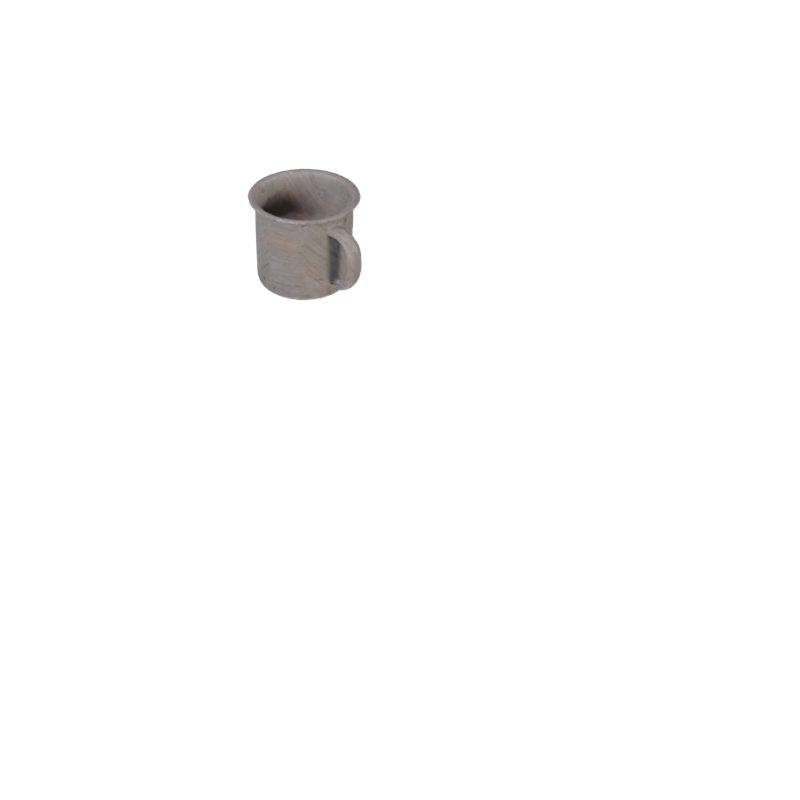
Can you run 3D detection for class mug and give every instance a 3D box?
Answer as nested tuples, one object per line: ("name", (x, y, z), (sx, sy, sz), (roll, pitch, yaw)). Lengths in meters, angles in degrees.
("mug", (-0.073, -0.133, 0.929), (0.093, 0.076, 0.125), (-26, 44, -33))
